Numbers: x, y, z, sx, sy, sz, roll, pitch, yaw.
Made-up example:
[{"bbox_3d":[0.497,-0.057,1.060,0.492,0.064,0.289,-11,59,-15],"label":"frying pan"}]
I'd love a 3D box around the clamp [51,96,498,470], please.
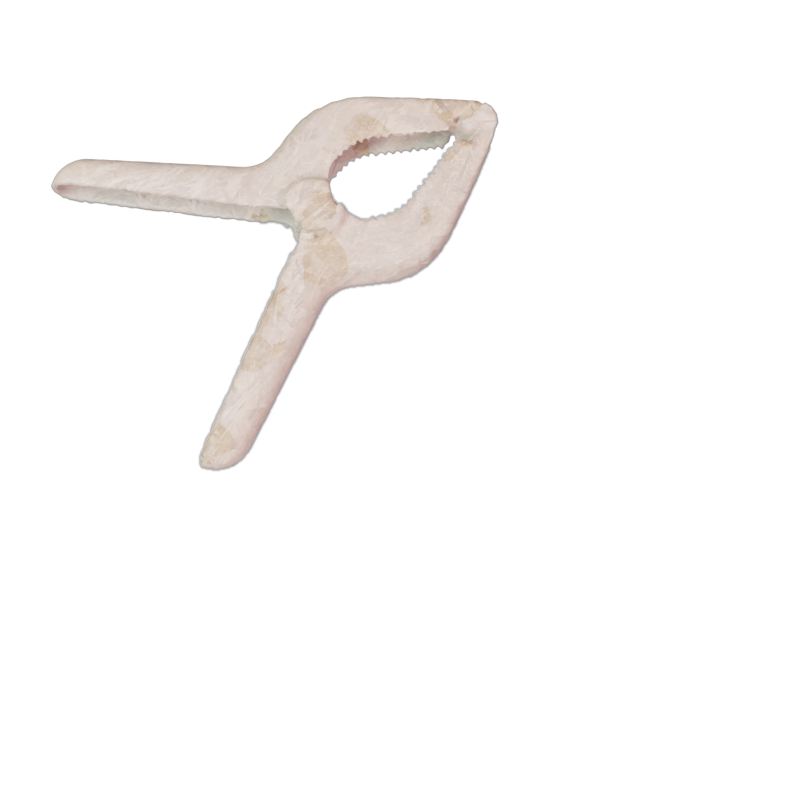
[{"bbox_3d":[-0.041,-0.075,0.525,0.209,0.172,0.035,-23,-15,-7],"label":"clamp"}]
